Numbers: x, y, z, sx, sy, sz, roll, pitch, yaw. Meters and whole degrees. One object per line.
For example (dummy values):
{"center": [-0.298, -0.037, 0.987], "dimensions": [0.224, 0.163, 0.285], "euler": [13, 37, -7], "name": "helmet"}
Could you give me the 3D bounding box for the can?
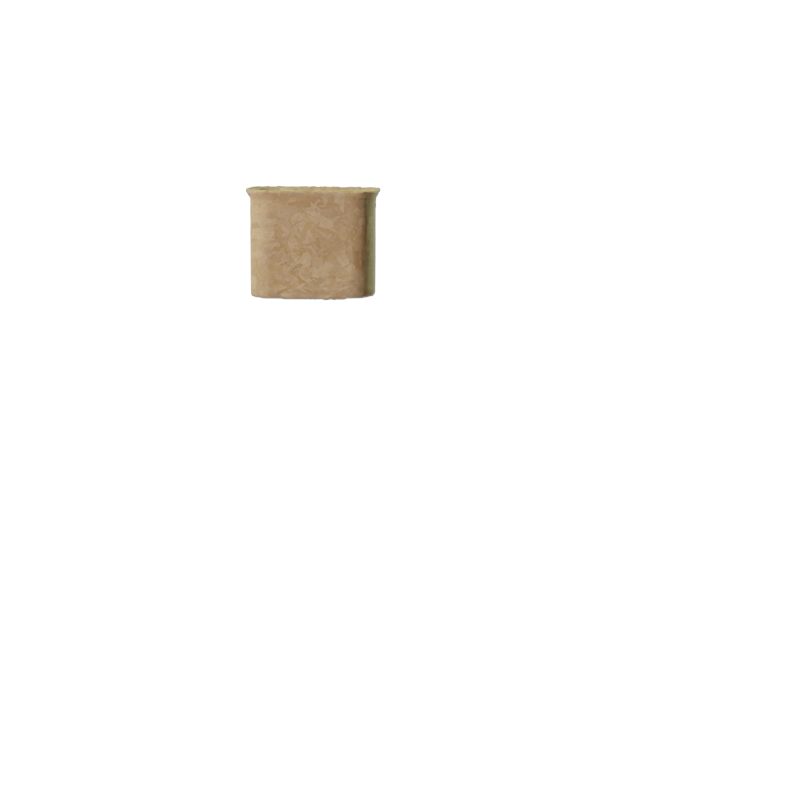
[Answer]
{"center": [-0.067, -0.123, 0.861], "dimensions": [0.103, 0.082, 0.058], "euler": [2, 9, 7], "name": "can"}
